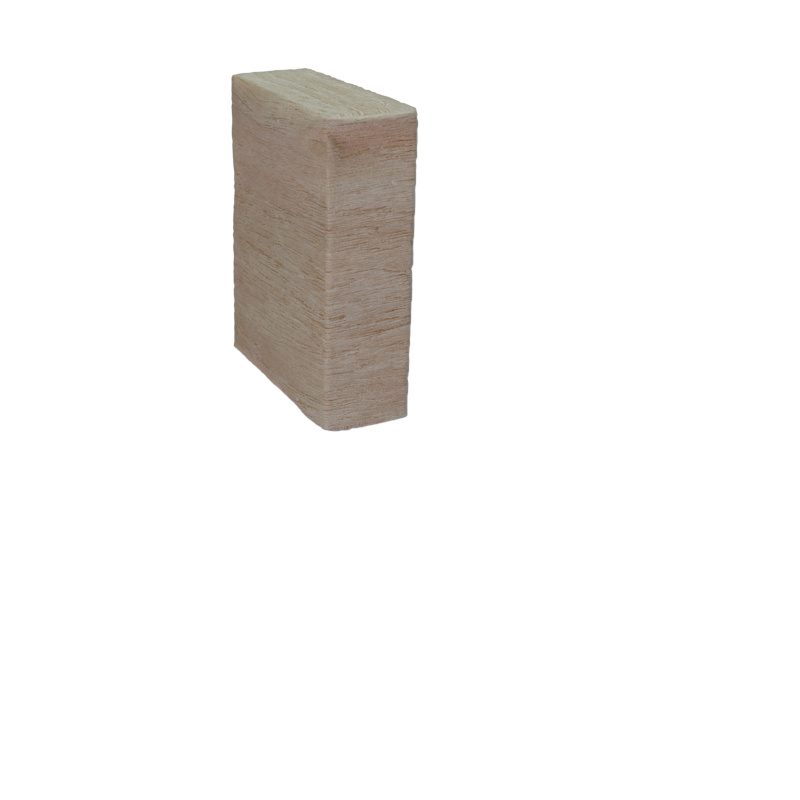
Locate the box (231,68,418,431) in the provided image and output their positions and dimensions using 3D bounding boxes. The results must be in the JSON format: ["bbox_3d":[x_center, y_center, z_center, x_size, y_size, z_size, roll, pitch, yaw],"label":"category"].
[{"bbox_3d":[-0.060,-0.109,0.767,0.070,0.204,0.175,-9,24,-27],"label":"box"}]
